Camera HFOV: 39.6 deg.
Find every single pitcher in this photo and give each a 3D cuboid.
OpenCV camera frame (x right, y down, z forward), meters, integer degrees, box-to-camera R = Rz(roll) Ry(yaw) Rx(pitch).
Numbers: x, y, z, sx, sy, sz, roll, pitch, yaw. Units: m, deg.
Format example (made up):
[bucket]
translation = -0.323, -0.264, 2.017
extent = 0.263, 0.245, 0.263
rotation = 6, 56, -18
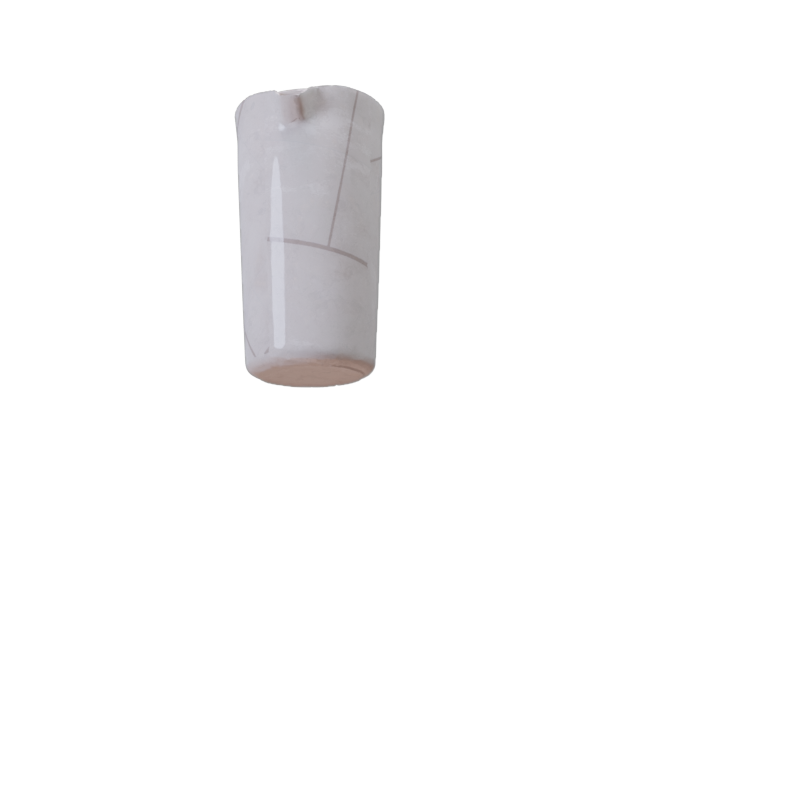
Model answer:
[pitcher]
translation = -0.075, -0.137, 0.960
extent = 0.142, 0.253, 0.146
rotation = 11, -20, -36
